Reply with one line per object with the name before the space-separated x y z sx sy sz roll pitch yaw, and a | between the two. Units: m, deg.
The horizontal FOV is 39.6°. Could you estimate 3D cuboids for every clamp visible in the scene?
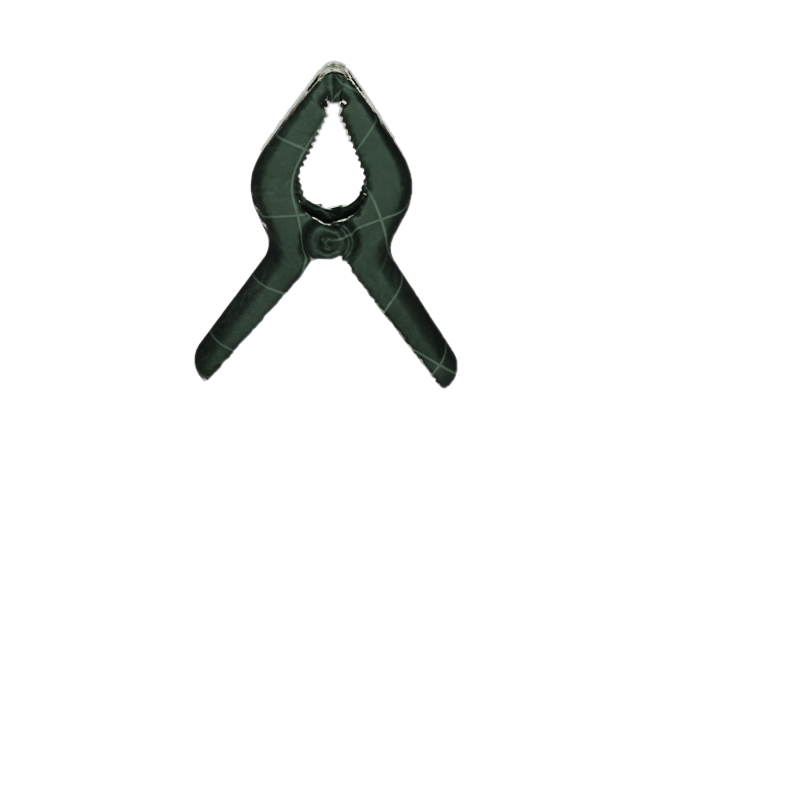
clamp | -0.052 -0.095 0.666 0.165 0.199 0.038 -4 23 2
